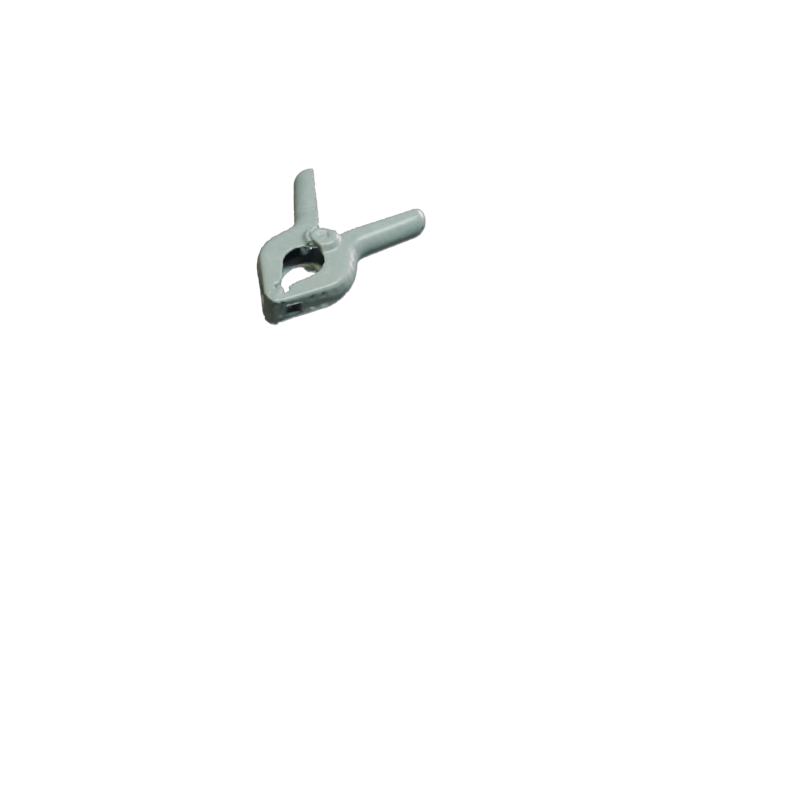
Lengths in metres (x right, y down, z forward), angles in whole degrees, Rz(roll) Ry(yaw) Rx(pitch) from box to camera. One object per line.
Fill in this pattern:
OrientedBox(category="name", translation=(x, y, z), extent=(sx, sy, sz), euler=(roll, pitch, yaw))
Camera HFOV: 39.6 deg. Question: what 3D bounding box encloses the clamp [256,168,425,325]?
OrientedBox(category="clamp", translation=(-0.071, -0.129, 0.902), extent=(0.126, 0.037, 0.174), euler=(24, 47, 25))
